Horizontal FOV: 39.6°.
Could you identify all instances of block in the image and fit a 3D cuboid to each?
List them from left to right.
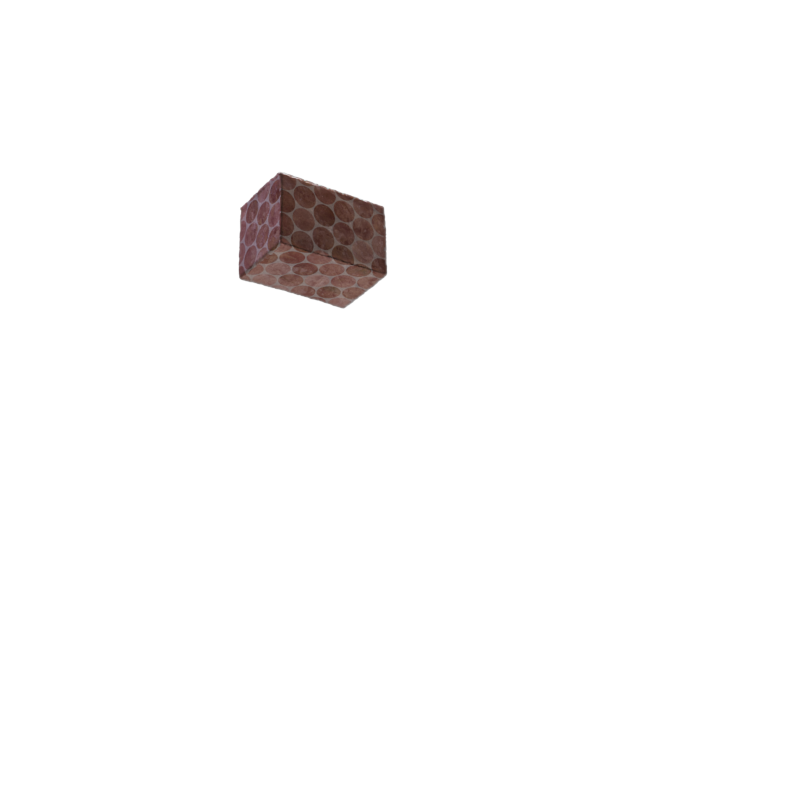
[{"bbox_3d":[-0.053,-0.097,0.683,0.074,0.054,0.052,16,-31,-30],"label":"block"}]
